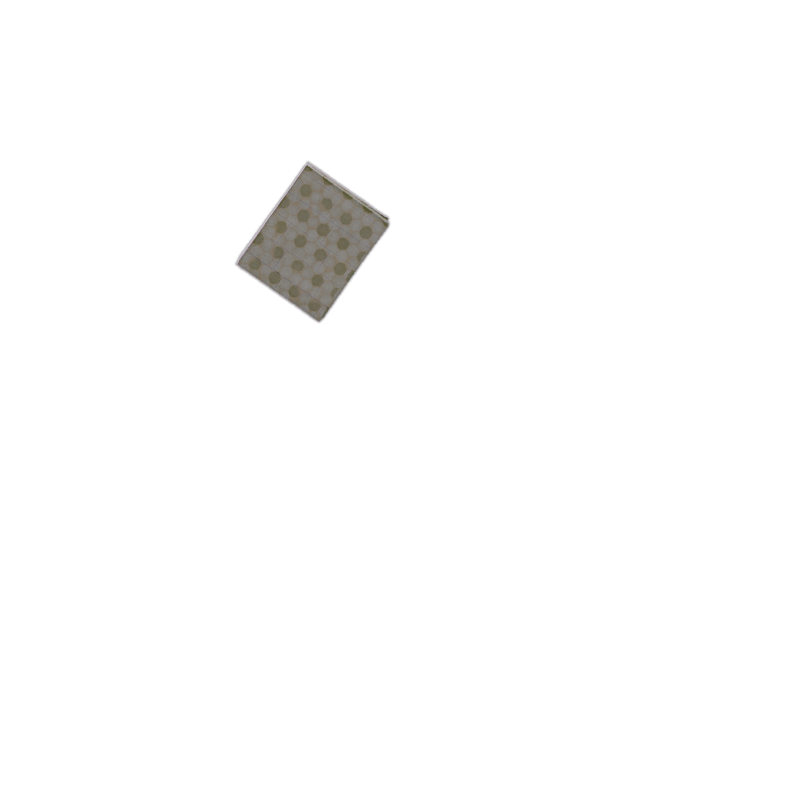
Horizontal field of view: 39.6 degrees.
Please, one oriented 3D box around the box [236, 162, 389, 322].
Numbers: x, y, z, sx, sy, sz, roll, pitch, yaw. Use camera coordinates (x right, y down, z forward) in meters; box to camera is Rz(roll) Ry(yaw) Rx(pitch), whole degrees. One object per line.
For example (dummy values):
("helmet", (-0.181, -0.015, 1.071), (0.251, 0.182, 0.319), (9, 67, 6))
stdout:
("box", (-0.062, -0.113, 0.788), (0.072, 0.089, 0.031), (35, 6, -5))
